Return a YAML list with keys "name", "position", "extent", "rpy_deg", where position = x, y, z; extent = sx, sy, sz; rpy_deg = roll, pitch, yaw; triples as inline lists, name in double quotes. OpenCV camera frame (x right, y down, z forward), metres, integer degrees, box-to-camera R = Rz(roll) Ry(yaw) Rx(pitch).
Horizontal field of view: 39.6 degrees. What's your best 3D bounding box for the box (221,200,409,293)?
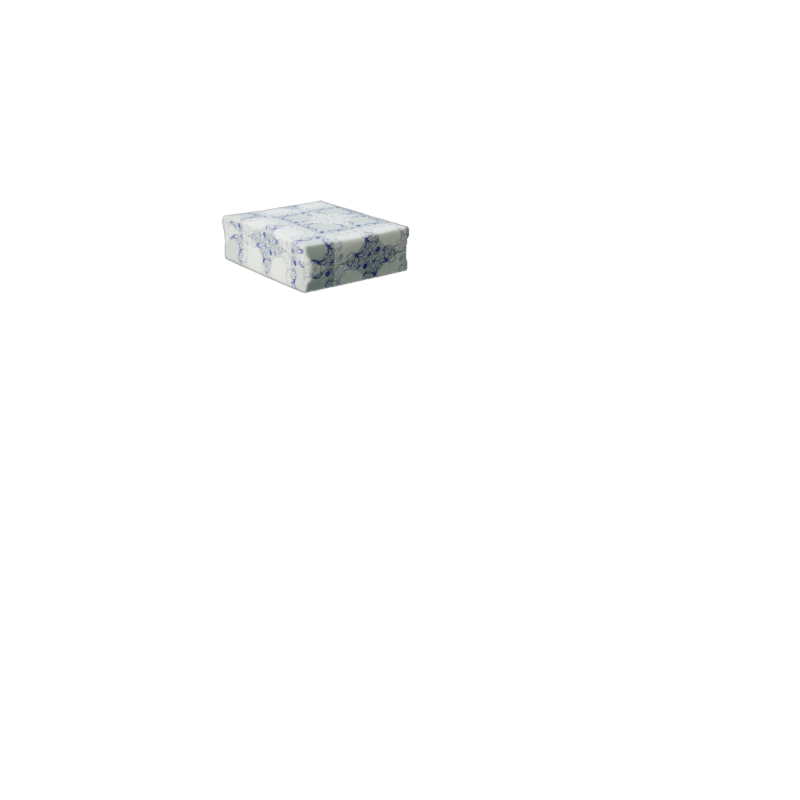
- name: "box"
  position: [-0.051, -0.092, 0.646]
  extent: [0.072, 0.029, 0.095]
  rpy_deg: [-15, 26, -34]
